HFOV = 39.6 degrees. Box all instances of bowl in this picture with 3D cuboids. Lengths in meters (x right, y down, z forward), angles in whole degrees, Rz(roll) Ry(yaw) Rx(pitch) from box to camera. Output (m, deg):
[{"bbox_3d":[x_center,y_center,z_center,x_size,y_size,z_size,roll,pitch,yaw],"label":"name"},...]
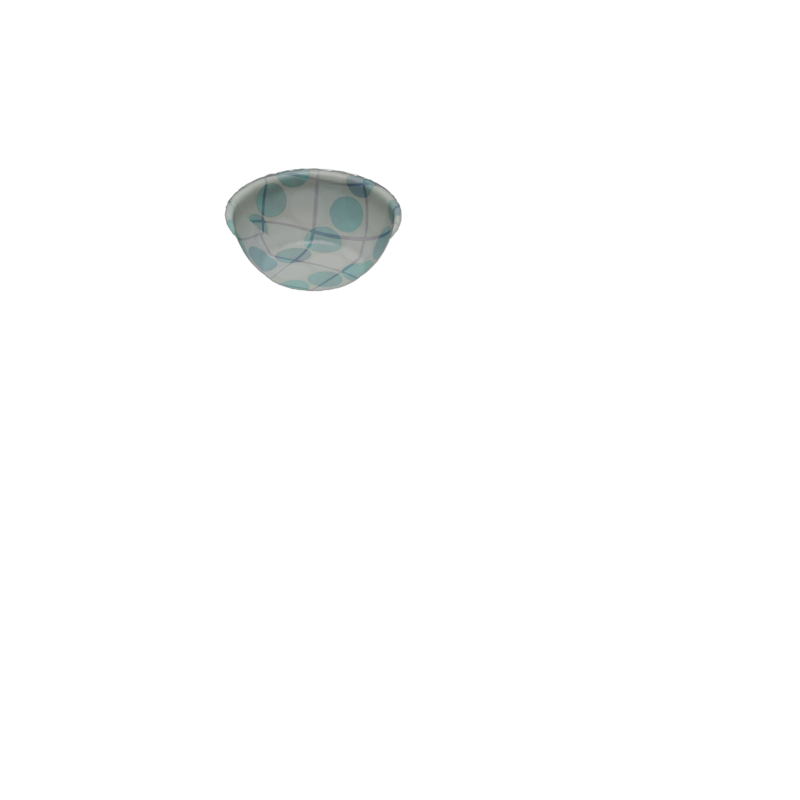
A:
[{"bbox_3d":[-0.078,-0.142,0.997,0.162,0.058,0.153,1,-24,-2],"label":"bowl"}]
